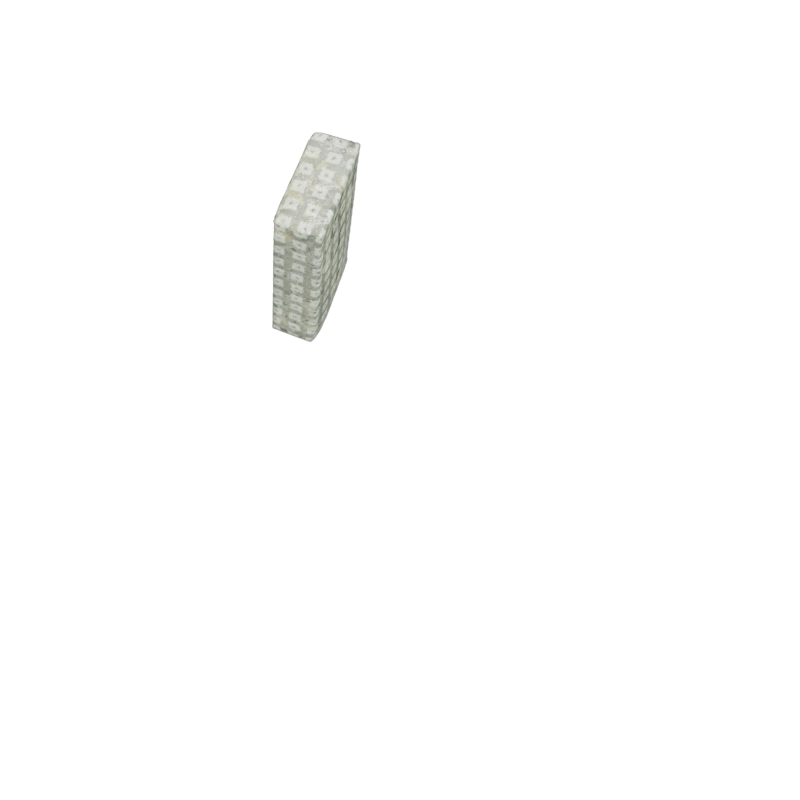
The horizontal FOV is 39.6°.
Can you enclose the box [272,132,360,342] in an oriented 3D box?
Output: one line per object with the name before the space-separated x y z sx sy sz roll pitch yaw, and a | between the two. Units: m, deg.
box | -0.071 -0.128 0.898 0.049 0.098 0.166 17 -27 4
